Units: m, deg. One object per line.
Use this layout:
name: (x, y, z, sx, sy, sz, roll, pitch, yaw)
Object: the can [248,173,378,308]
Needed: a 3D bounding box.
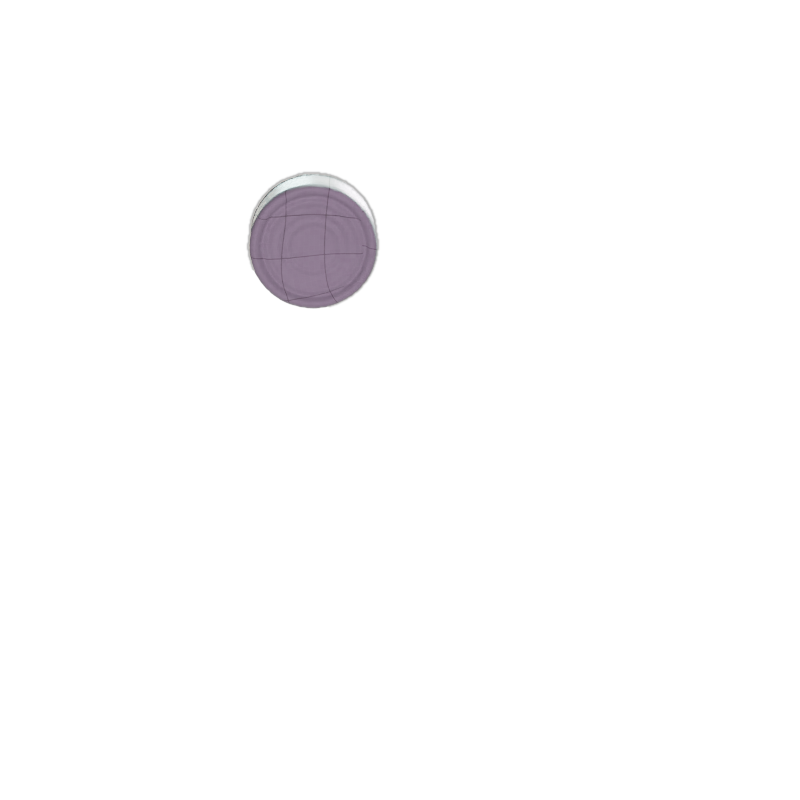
can: (-0.057, -0.105, 0.733, 0.086, 0.083, 0.035, 0, 17, -1)
